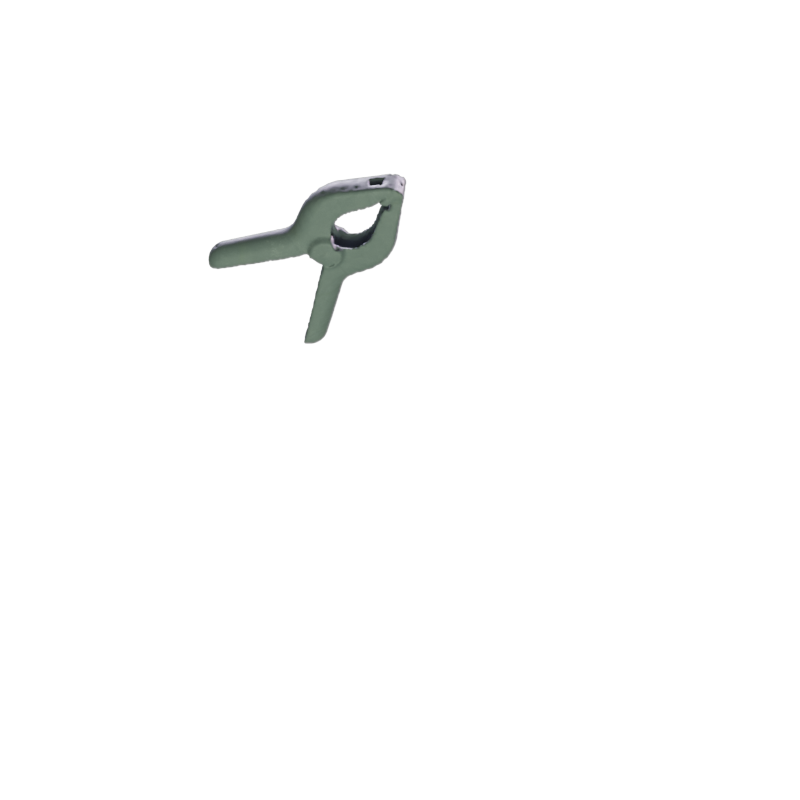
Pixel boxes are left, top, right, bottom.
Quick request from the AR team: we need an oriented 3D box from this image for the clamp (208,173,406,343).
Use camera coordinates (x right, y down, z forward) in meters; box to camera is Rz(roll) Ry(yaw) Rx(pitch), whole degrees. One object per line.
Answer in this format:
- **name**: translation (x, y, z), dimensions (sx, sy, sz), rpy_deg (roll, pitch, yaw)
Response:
- **clamp**: translation (-0.069, -0.126, 0.880), dimensions (0.115, 0.167, 0.042), rpy_deg (30, 32, -22)
